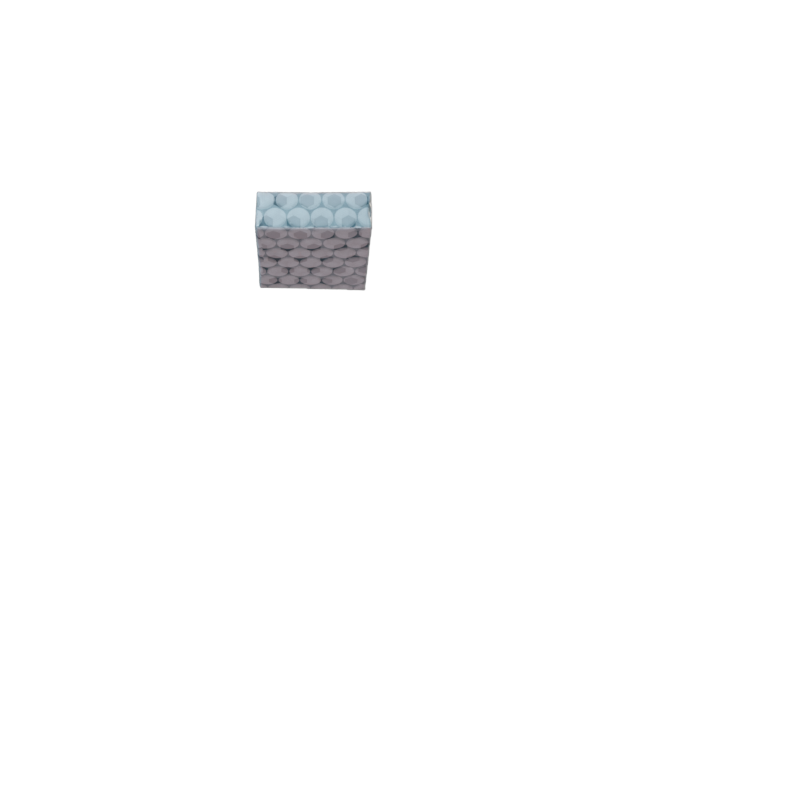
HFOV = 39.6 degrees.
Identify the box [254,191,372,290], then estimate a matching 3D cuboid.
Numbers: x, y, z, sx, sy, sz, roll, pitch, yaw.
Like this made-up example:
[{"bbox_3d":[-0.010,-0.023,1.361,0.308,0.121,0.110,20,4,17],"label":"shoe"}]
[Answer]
[{"bbox_3d":[-0.057,-0.104,0.728,0.073,0.032,0.085,1,-23,-3],"label":"box"}]
